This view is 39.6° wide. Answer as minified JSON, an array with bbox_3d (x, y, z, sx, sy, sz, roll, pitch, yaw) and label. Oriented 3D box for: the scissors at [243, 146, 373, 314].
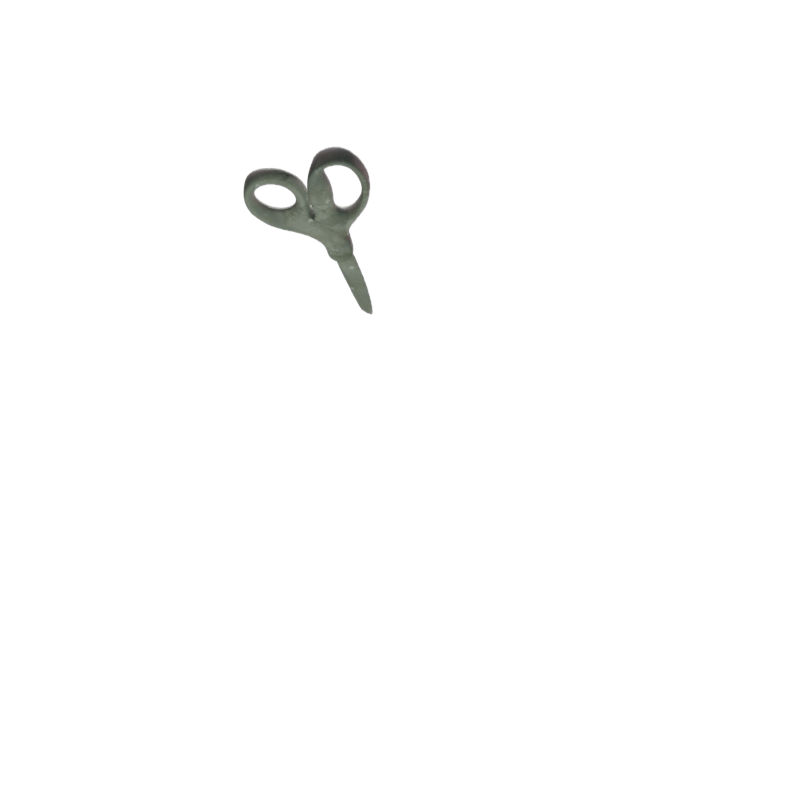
[{"bbox_3d":[-0.064,-0.116,0.811,0.096,0.017,0.189,2,-30,-3],"label":"scissors"}]
